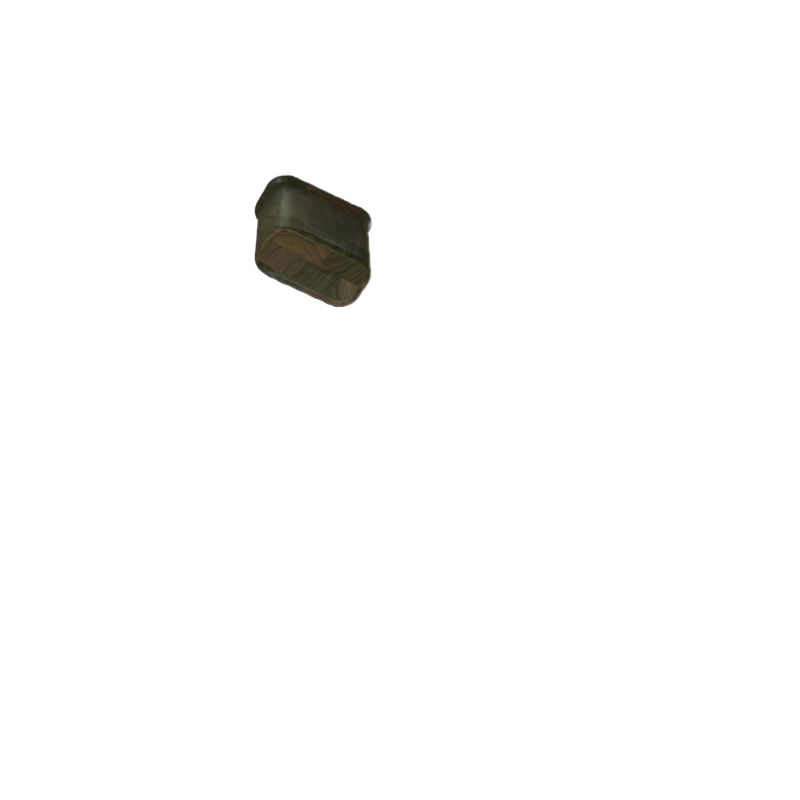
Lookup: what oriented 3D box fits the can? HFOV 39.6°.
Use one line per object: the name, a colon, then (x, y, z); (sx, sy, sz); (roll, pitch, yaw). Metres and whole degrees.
can: (-0.074, -0.135, 0.944); (0.098, 0.056, 0.090); (23, 33, -18)
